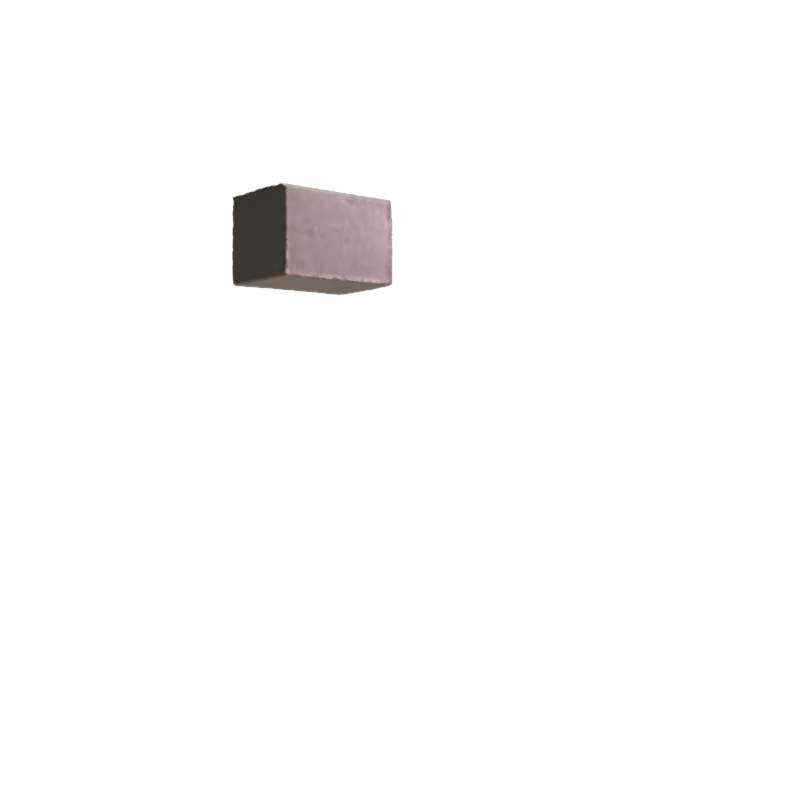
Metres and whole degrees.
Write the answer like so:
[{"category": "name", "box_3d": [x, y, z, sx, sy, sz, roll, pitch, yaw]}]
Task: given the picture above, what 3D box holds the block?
[{"category": "block", "box_3d": [-0.049, -0.090, 0.628, 0.075, 0.052, 0.054, 3, -7, -39]}]
